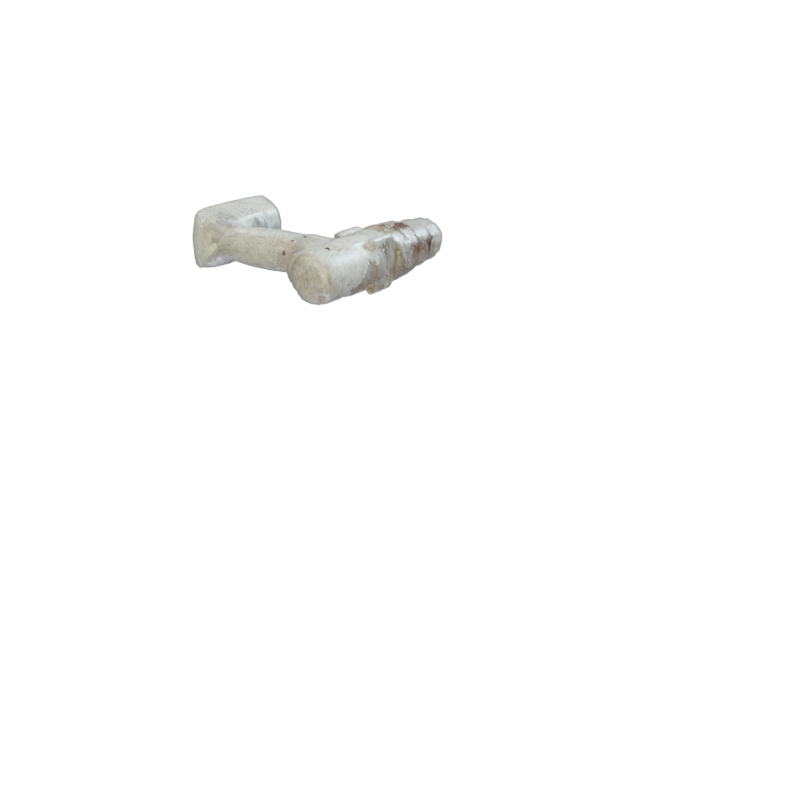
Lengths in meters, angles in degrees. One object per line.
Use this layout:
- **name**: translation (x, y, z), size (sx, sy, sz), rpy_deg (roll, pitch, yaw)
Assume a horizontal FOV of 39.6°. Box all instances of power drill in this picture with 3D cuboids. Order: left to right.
- **power drill**: translation (-0.078, -0.142, 0.996), size (0.197, 0.055, 0.182), rpy_deg (15, 25, 35)
